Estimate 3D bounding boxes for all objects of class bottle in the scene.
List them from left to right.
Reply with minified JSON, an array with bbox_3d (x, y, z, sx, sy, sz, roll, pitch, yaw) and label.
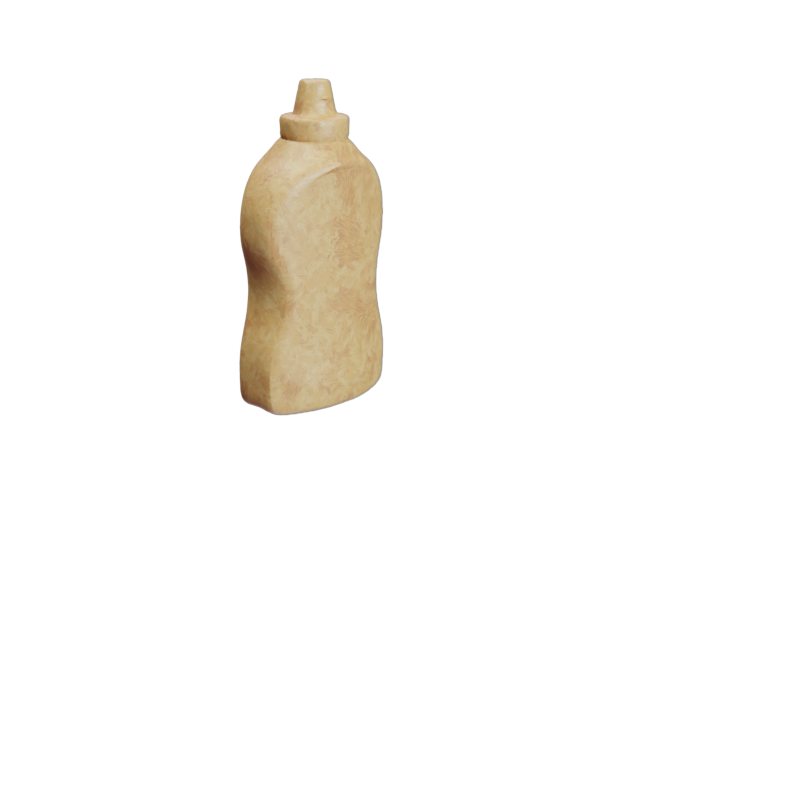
[{"bbox_3d":[-0.051,-0.094,0.658,0.094,0.185,0.062,-13,20,-42],"label":"bottle"}]
